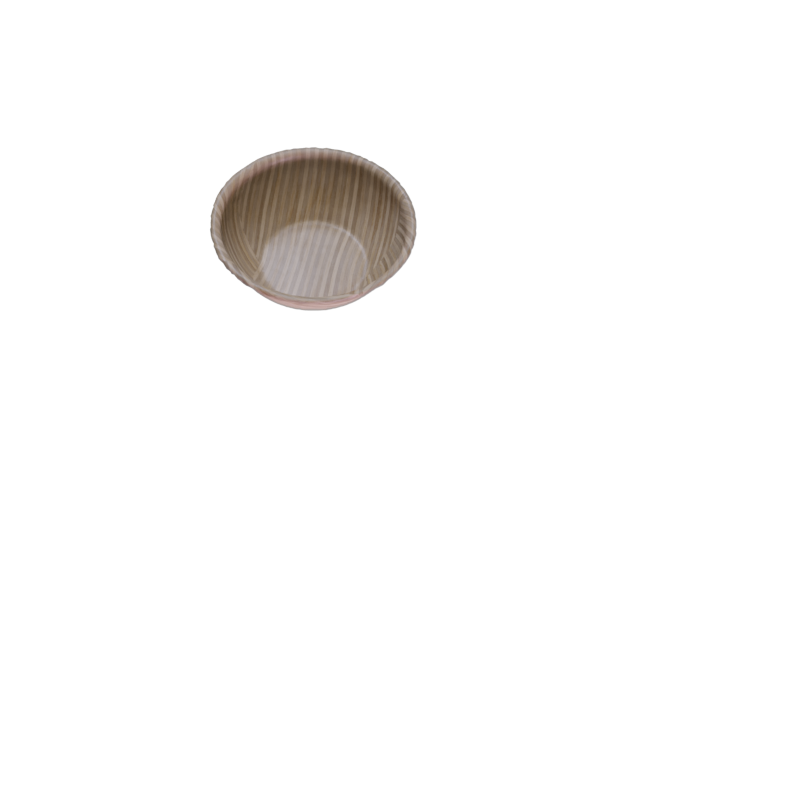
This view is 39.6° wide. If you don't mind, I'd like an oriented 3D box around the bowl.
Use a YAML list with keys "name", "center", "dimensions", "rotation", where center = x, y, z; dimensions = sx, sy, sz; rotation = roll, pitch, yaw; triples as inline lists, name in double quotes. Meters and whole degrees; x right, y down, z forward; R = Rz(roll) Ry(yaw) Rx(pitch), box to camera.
- name: "bowl"
  center: [-0.069, -0.126, 0.883]
  dimensions: [0.162, 0.174, 0.051]
  rotation: [-1, -37, -1]
